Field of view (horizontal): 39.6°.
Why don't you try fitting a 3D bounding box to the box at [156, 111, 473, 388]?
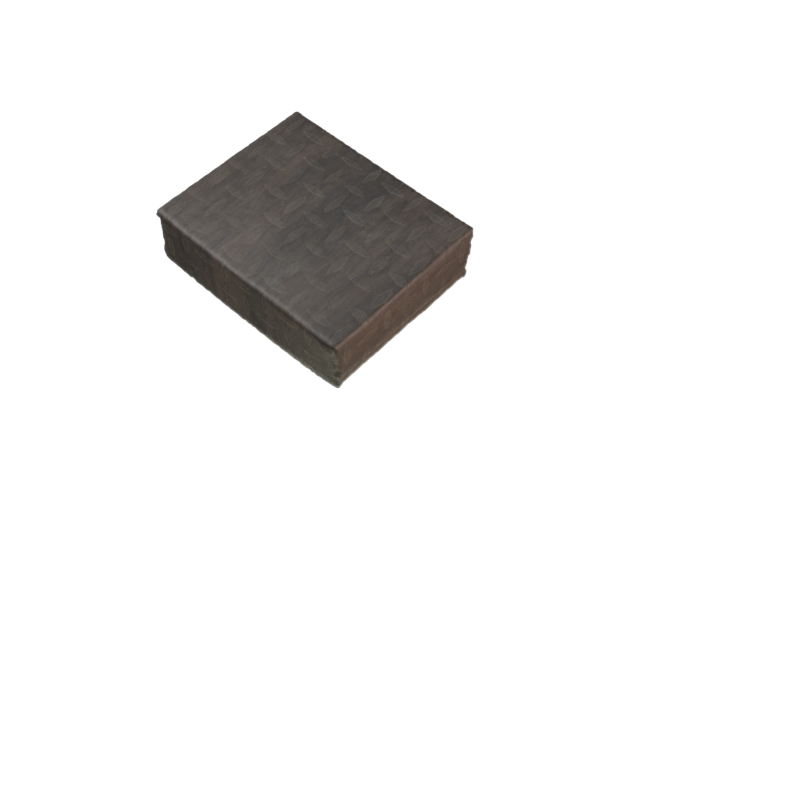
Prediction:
[{"bbox_3d":[-0.039,-0.071,0.498,0.120,0.091,0.036,38,-28,23],"label":"box"}]
